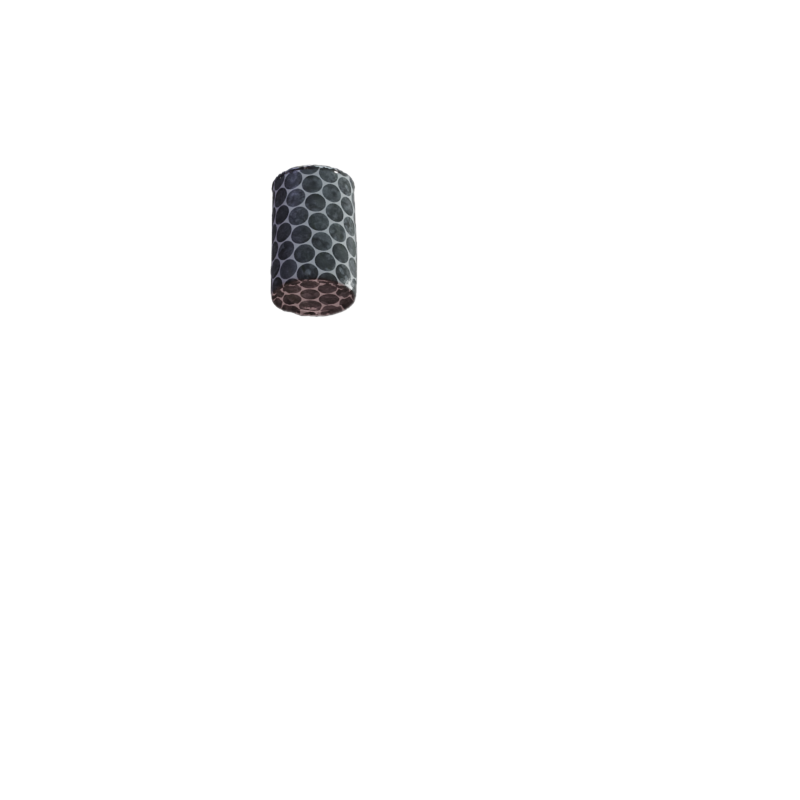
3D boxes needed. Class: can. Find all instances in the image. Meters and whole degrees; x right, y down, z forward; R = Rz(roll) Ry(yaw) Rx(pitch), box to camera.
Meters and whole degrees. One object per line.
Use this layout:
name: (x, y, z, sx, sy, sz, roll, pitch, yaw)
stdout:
can: (-0.069, -0.125, 0.876, 0.068, 0.108, 0.065, 0, -26, -2)
